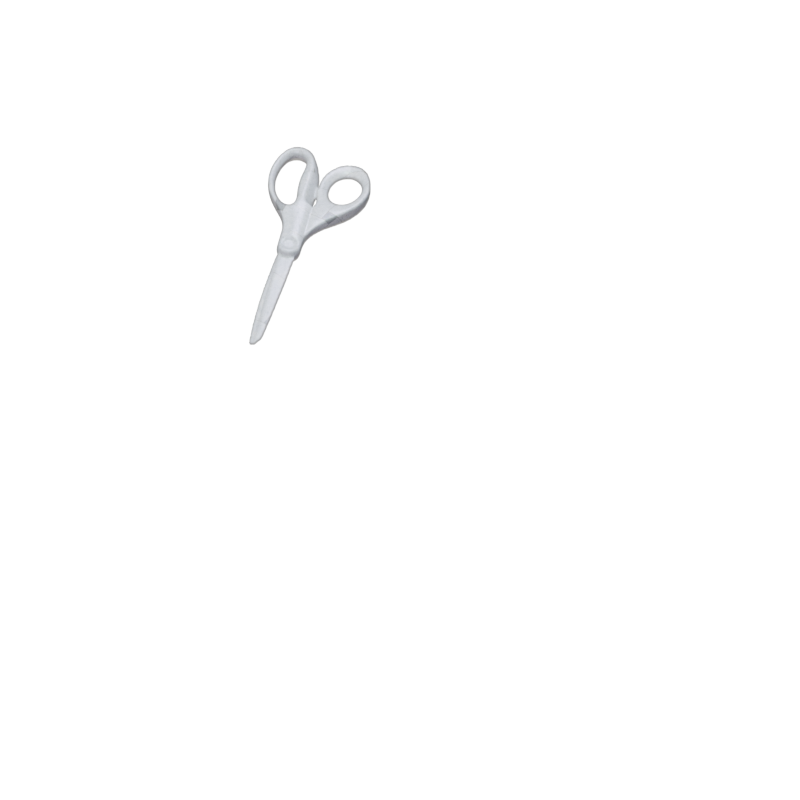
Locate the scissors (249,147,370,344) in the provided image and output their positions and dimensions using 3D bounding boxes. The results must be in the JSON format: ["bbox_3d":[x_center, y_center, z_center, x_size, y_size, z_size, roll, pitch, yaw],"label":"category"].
[{"bbox_3d":[-0.071,-0.129,0.903,0.096,0.216,0.015,-1,-36,-1],"label":"scissors"}]
